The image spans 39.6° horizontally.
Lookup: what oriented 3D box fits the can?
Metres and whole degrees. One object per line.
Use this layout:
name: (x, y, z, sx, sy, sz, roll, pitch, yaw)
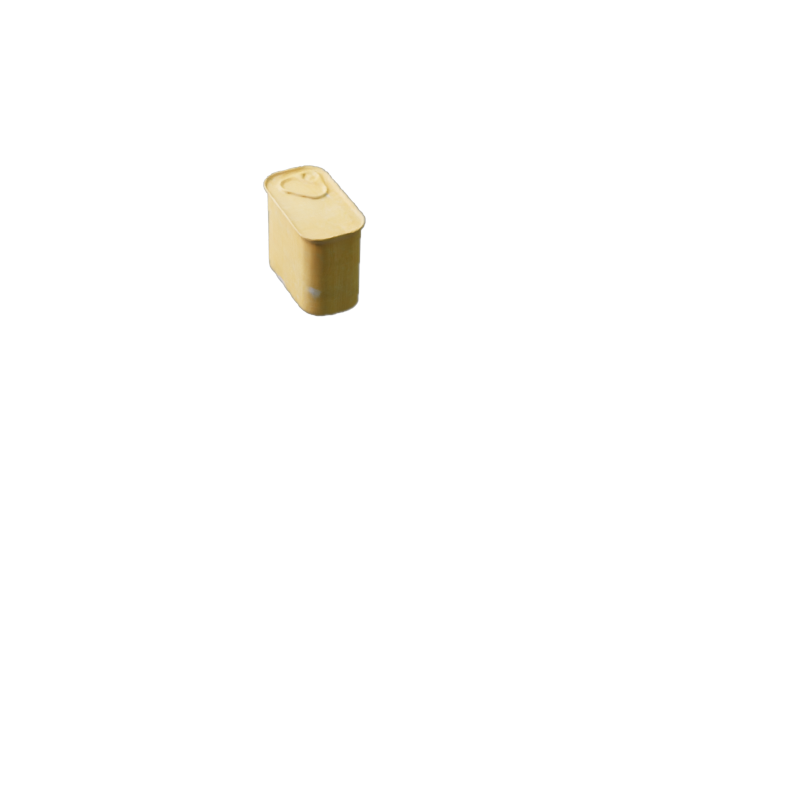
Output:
can: (-0.071, -0.130, 0.911, 0.057, 0.078, 0.110, -17, 45, -21)
